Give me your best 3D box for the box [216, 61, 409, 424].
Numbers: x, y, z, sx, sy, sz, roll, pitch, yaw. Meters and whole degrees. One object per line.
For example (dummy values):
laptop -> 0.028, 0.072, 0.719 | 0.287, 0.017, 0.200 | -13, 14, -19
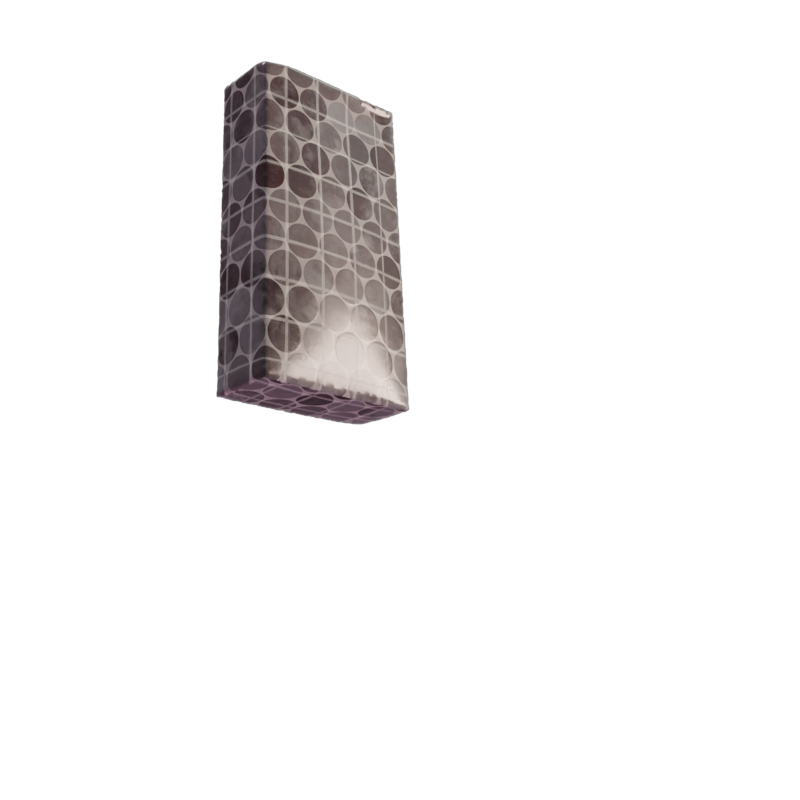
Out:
box -> -0.045, -0.082, 0.572 | 0.088, 0.186, 0.048 | 16, -28, -37
